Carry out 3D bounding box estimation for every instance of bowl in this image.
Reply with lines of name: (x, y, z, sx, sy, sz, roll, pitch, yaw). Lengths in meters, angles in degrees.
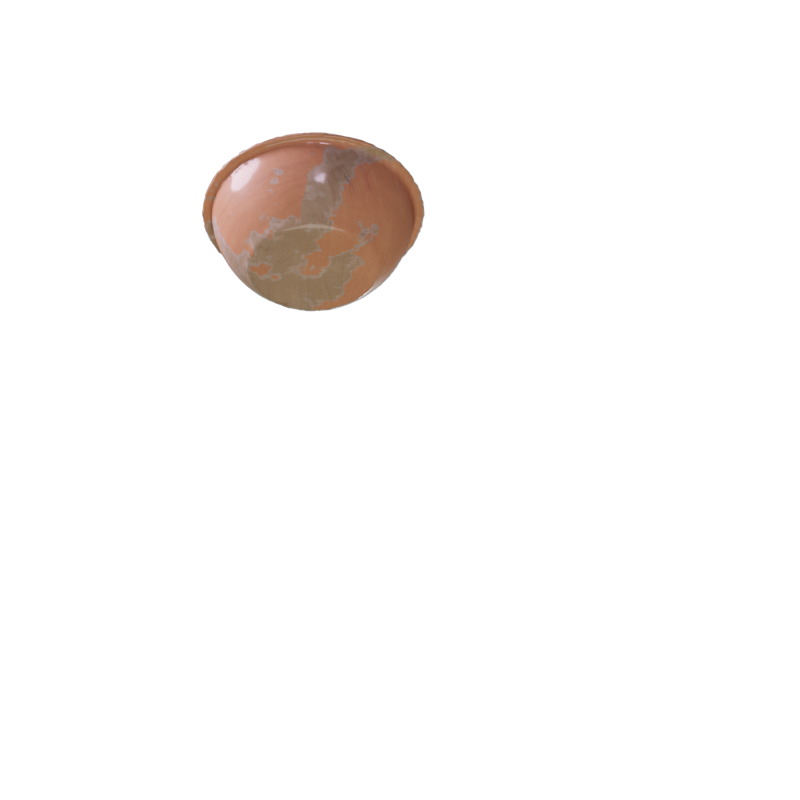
bowl: (-0.062, -0.113, 0.791, 0.162, 0.059, 0.151, 1, -39, -1)
